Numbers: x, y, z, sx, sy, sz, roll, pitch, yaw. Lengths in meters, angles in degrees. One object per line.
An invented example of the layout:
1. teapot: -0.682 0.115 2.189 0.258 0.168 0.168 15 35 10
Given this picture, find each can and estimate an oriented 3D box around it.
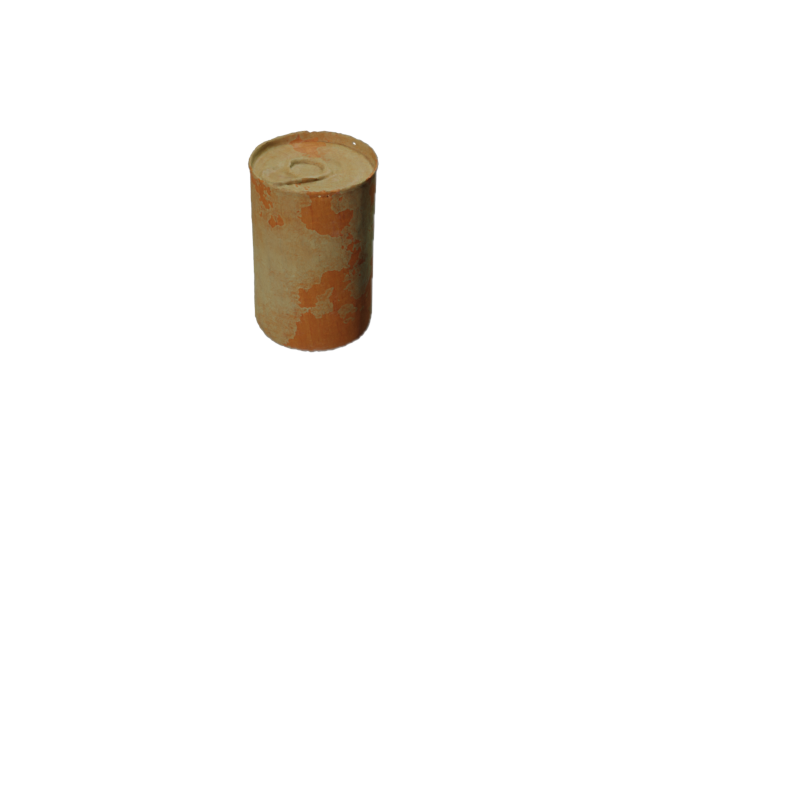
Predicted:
1. can: -0.047 -0.086 0.603 0.068 0.096 0.073 0 36 -3
